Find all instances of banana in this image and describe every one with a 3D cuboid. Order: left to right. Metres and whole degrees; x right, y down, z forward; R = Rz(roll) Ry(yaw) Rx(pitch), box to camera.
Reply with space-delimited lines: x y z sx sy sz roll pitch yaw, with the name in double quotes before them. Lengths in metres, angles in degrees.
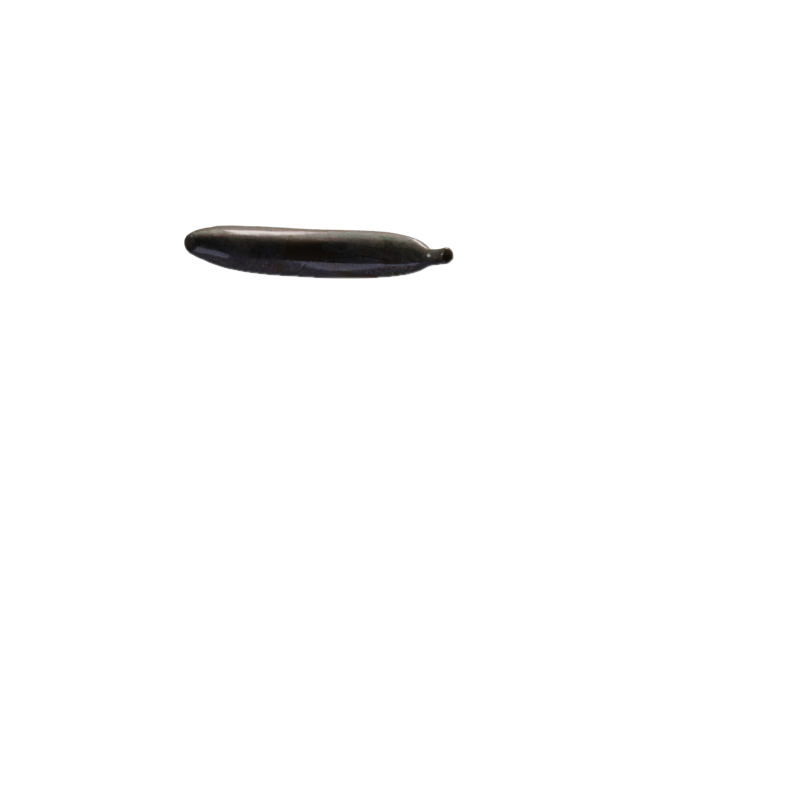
"banana" -0.063 -0.115 0.842 0.197 0.038 0.068 1 -10 -4
